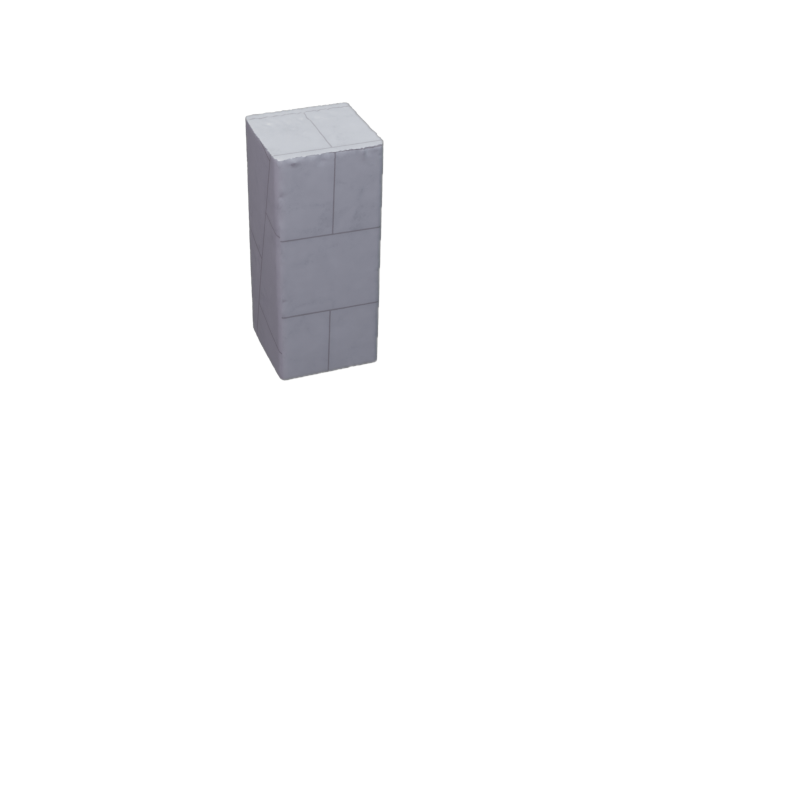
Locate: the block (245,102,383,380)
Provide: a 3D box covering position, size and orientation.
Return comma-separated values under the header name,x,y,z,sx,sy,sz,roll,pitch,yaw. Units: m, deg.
name,x,y,z,sx,sy,sz,roll,pitch,yaw
block,-0.072,-0.131,0.921,0.089,0.194,0.097,-10,35,-18
